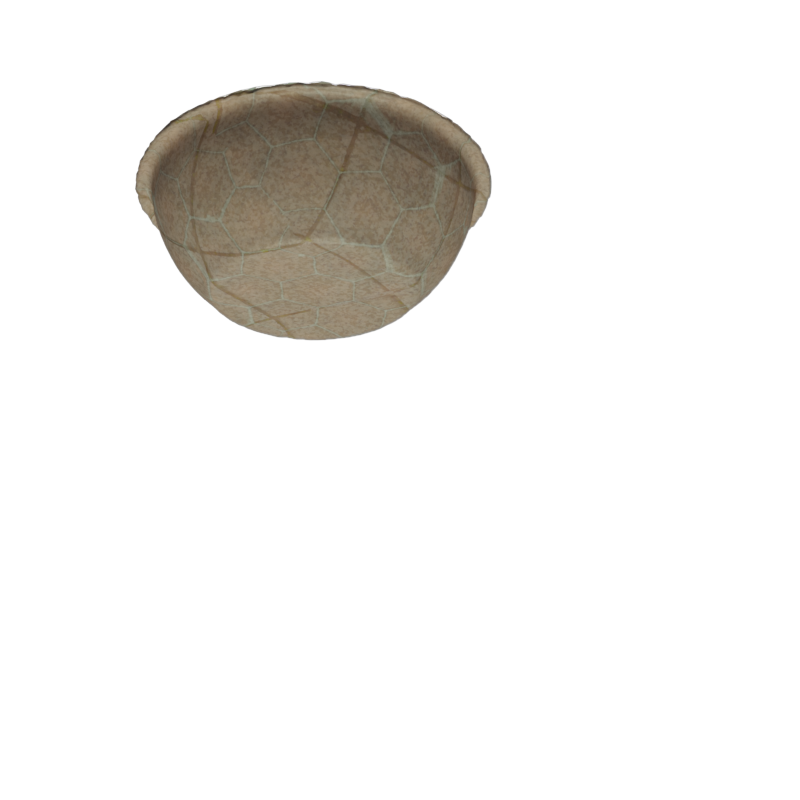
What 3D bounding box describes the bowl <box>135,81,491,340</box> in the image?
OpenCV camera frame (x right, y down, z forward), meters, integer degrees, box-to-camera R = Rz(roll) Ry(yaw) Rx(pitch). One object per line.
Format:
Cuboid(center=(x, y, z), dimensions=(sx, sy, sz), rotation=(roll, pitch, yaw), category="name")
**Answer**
Cuboid(center=(-0.039, -0.071, 0.495), dimensions=(0.162, 0.058, 0.153), rotation=(1, -25, -2), category="bowl")
